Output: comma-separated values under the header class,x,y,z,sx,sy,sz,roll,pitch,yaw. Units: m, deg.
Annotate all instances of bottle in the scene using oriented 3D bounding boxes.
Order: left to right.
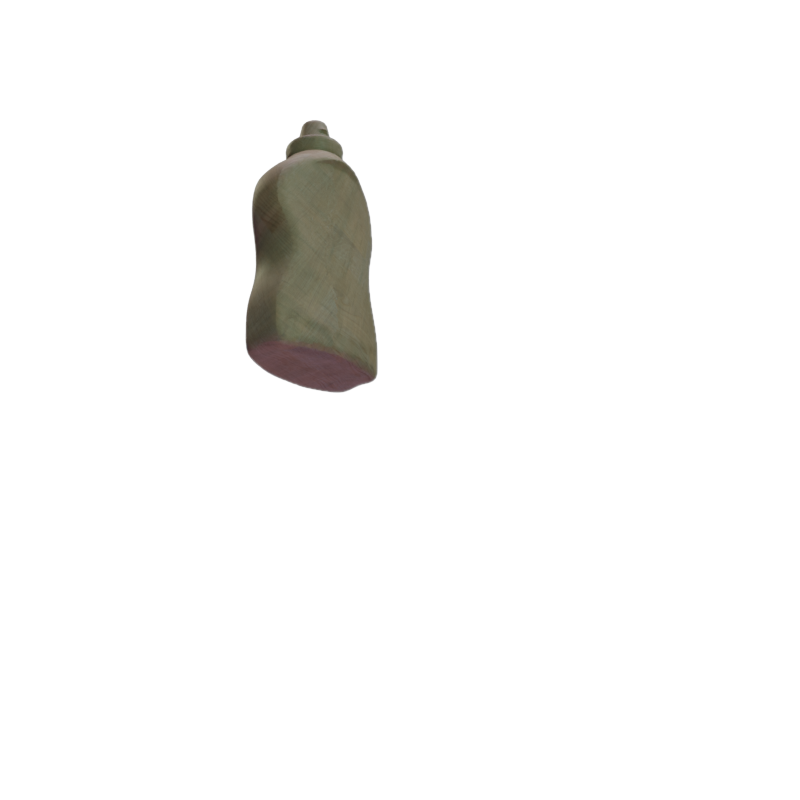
class,x,y,z,sx,sy,sz,roll,pitch,yaw
bottle,-0.059,-0.108,0.755,0.058,0.204,0.090,-26,-36,38
